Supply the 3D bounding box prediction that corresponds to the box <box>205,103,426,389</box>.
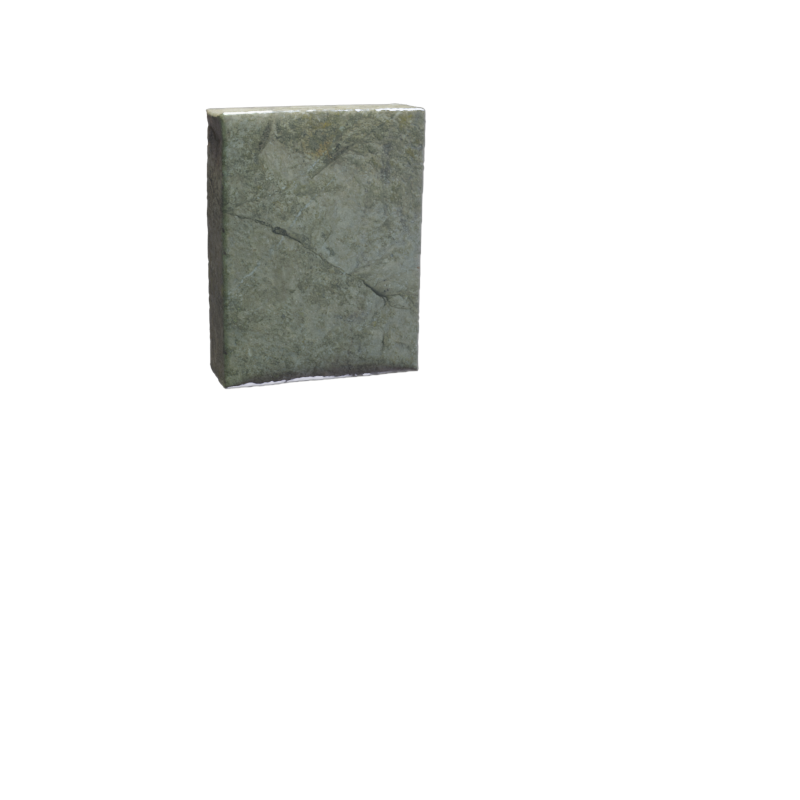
[{"bbox_3d":[-0.069,-0.125,0.879,0.161,0.208,0.075,-4,13,-19],"label":"box"}]
